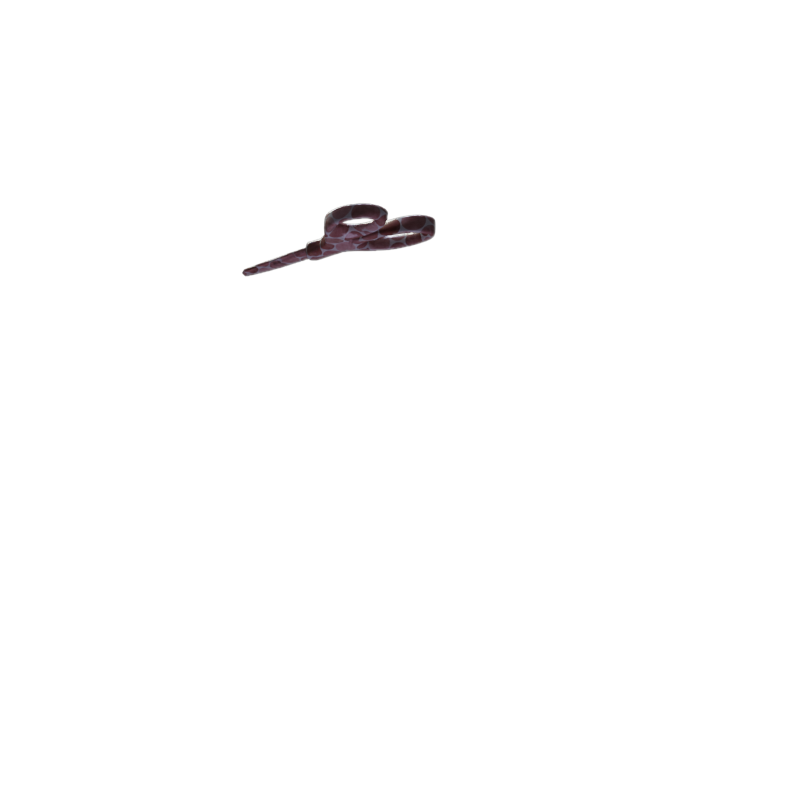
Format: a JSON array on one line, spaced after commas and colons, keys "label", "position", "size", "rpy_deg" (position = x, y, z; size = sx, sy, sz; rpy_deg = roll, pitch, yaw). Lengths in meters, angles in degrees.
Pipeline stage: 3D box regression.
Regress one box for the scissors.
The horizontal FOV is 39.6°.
[{"label": "scissors", "position": [-0.070, -0.128, 0.898], "size": [0.206, 0.016, 0.091], "rpy_deg": [-6, -13, 29]}]
